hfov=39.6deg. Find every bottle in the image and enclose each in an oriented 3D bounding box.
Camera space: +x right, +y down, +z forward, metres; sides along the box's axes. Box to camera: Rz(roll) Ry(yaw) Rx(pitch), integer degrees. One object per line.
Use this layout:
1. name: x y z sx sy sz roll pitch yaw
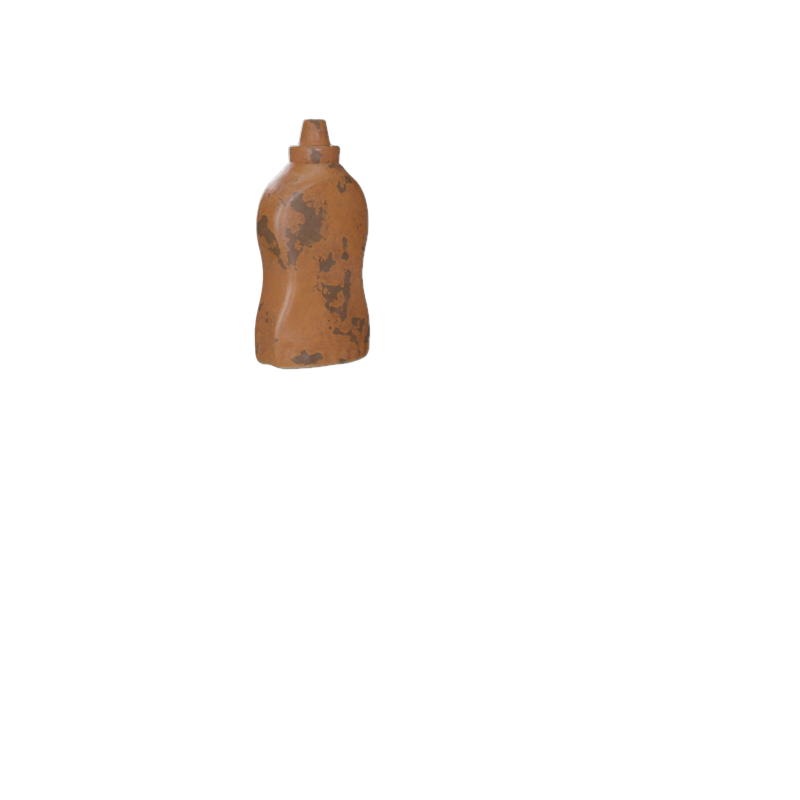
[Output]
1. bottle: -0.068 -0.125 0.873 0.093 0.190 0.061 -4 6 -37
